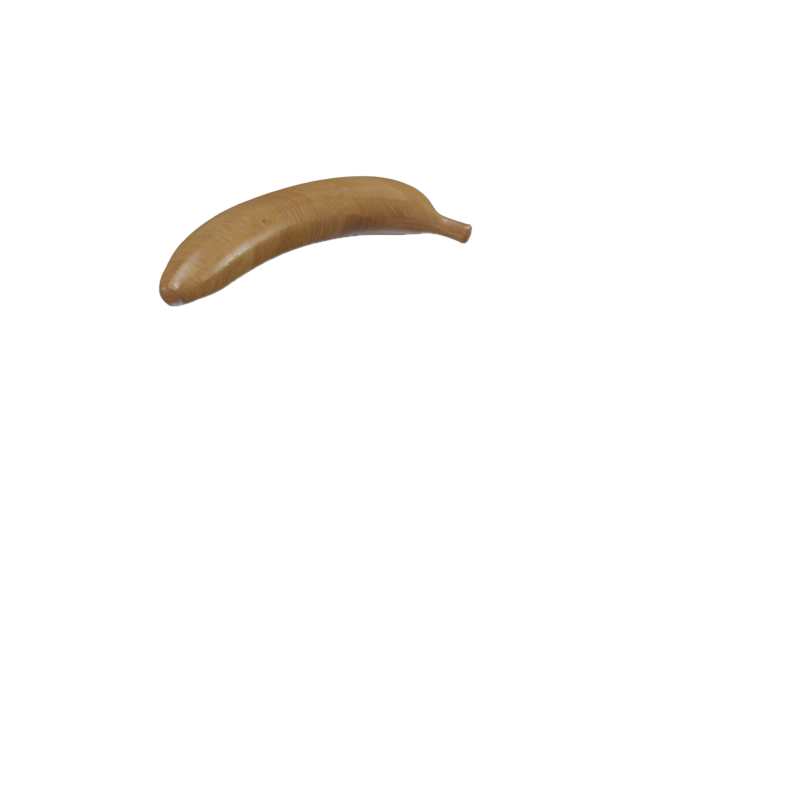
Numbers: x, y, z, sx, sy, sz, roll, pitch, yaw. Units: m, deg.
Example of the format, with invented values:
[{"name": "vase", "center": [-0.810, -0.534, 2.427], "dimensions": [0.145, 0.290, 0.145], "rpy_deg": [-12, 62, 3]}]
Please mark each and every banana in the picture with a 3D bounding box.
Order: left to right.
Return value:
[{"name": "banana", "center": [-0.055, -0.098, 0.634], "dimensions": [0.195, 0.035, 0.075], "rpy_deg": [-18, 35, -27]}]
